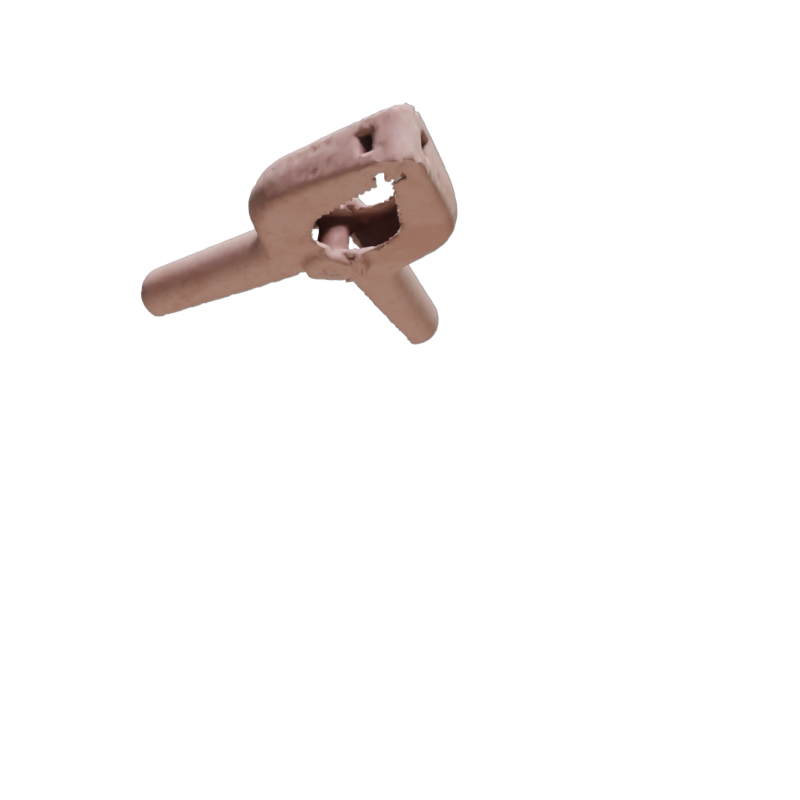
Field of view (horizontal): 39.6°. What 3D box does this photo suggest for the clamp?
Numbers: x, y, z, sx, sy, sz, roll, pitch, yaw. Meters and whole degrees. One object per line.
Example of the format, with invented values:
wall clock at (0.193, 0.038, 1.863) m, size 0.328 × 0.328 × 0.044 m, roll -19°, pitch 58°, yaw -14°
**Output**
clamp at (-0.042, -0.076, 0.531) m, size 0.162 × 0.038 × 0.202 m, roll 3°, pitch -19°, yaw -10°
